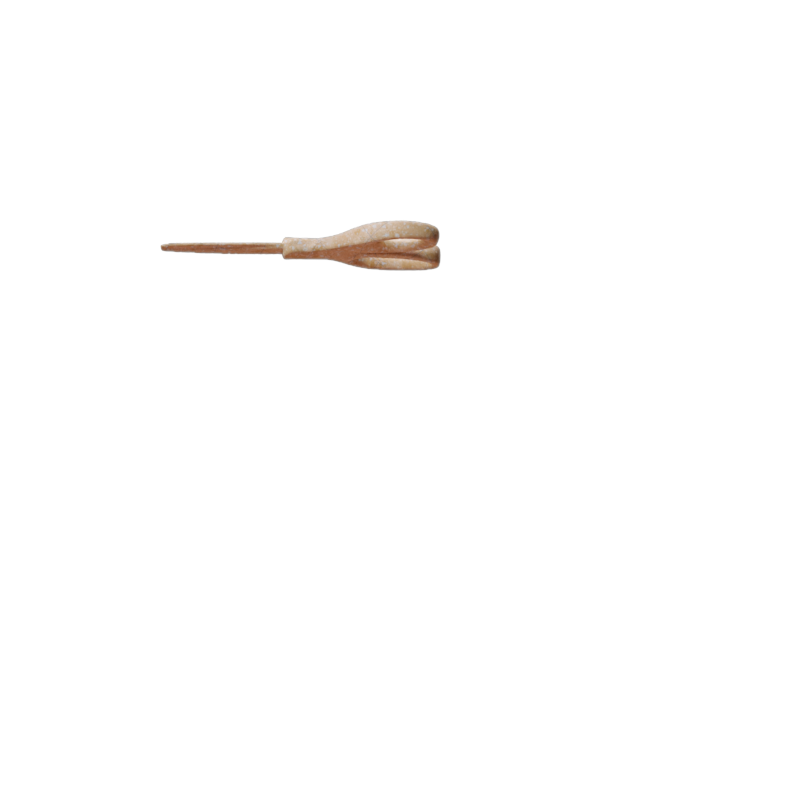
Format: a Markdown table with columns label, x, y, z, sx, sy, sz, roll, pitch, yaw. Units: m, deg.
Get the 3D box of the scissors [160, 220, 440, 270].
| label | x | y | z | sx | sy | sz | roll | pitch | yaw |
| --- | --- | --- | --- | --- | --- | --- | --- | --- | --- |
| scissors | -0.061 | -0.111 | 0.779 | 0.197 | 0.016 | 0.095 | 3 | -10 | -17 |
